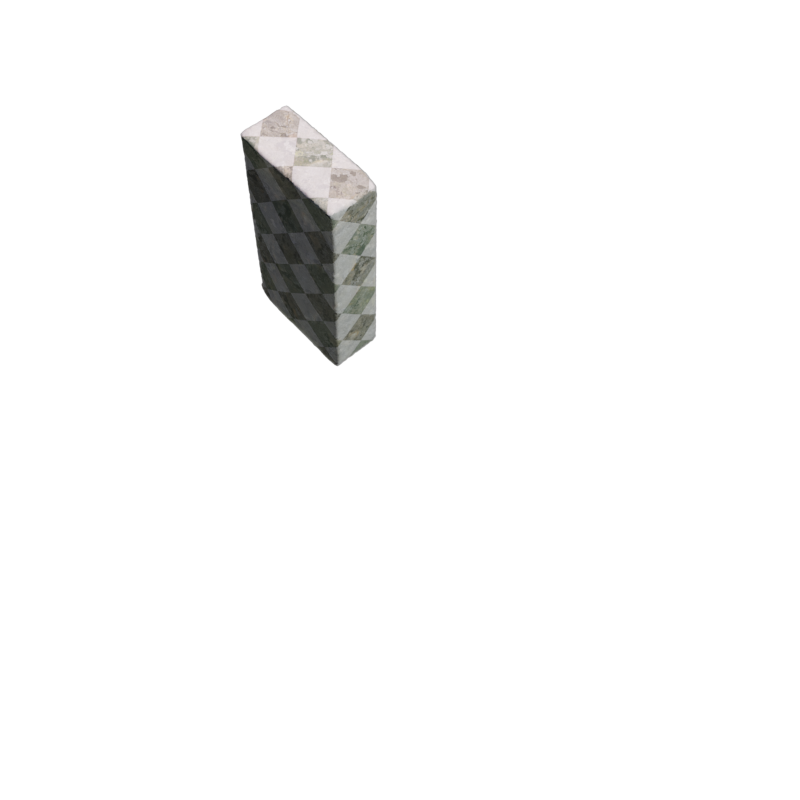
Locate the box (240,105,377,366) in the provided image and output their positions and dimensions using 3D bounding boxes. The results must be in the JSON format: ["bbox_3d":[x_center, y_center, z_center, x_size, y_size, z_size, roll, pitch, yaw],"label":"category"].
[{"bbox_3d":[-0.059,-0.108,0.756,0.048,0.099,0.165,-34,-25,-23],"label":"box"}]
